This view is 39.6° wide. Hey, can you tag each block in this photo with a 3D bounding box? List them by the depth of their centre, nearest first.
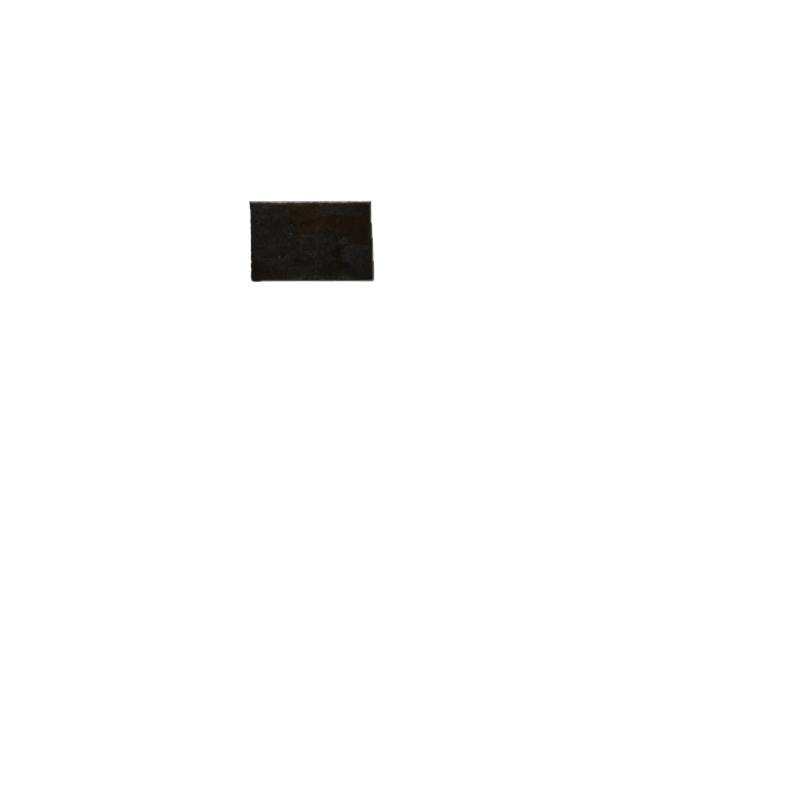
[{"bbox_3d":[-0.055,-0.101,0.707,0.078,0.051,0.053,0,2,1],"label":"block"}]
